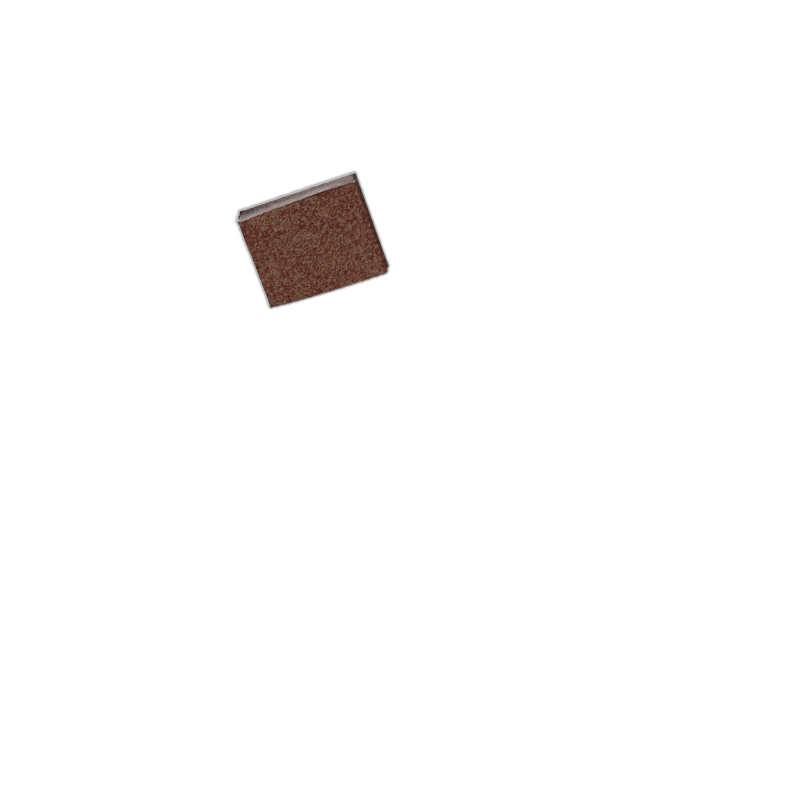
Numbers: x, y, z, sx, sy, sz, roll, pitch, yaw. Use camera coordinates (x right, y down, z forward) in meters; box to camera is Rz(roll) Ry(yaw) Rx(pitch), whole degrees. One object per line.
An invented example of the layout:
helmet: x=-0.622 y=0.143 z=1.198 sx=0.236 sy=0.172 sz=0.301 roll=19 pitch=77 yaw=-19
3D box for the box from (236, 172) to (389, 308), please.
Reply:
box: x=-0.076 y=-0.139 z=0.976 sx=0.114 sy=0.086 sz=0.041 roll=-18 pitch=18 yaw=5
